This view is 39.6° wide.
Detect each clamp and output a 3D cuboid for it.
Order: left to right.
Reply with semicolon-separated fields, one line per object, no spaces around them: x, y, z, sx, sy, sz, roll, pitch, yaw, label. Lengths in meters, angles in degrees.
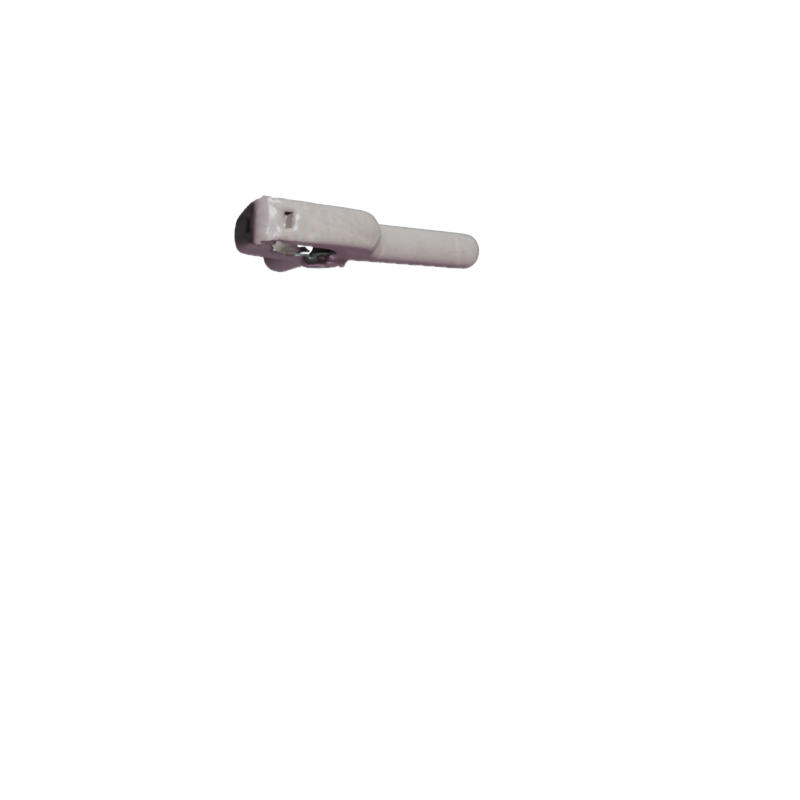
-0.058;-0.106;0.743;0.169;0.037;0.202;0;1;26;clamp
